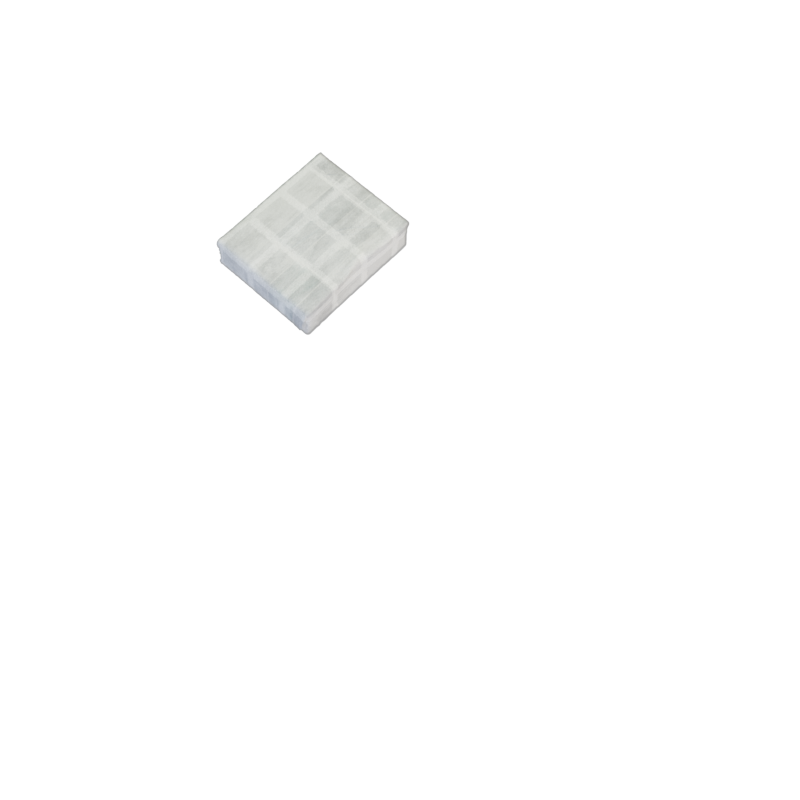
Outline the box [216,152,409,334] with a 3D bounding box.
[{"bbox_3d":[-0.051,-0.093,0.649,0.077,0.090,0.028,39,-23,19],"label":"box"}]
